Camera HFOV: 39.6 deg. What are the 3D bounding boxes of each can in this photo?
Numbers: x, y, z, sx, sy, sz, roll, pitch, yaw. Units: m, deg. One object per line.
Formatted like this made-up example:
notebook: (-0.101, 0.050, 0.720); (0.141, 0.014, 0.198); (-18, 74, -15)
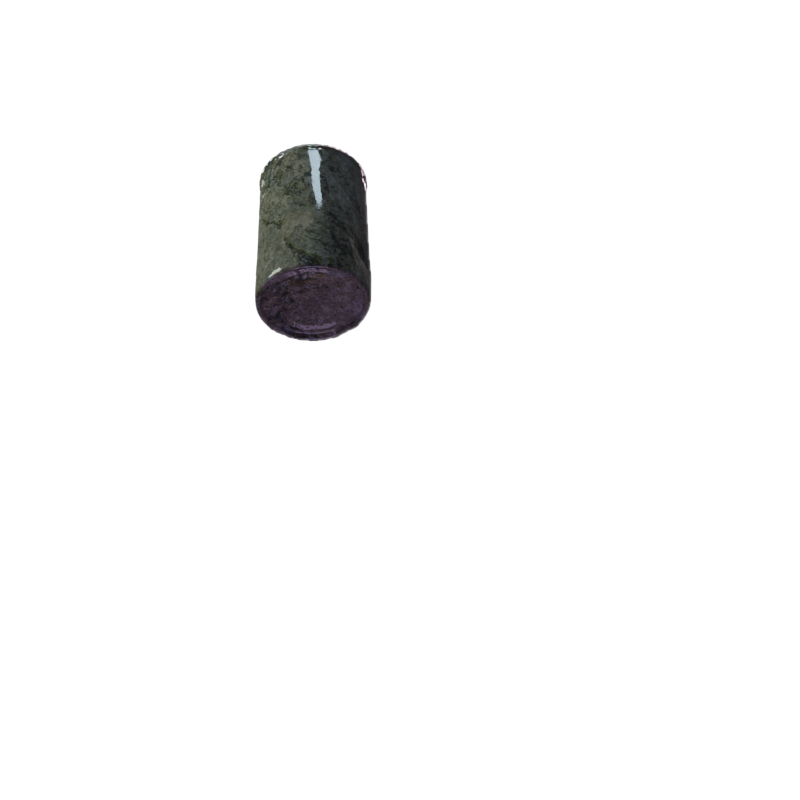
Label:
can: (-0.052, -0.095, 0.663); (0.068, 0.110, 0.064); (-1, -41, -3)
